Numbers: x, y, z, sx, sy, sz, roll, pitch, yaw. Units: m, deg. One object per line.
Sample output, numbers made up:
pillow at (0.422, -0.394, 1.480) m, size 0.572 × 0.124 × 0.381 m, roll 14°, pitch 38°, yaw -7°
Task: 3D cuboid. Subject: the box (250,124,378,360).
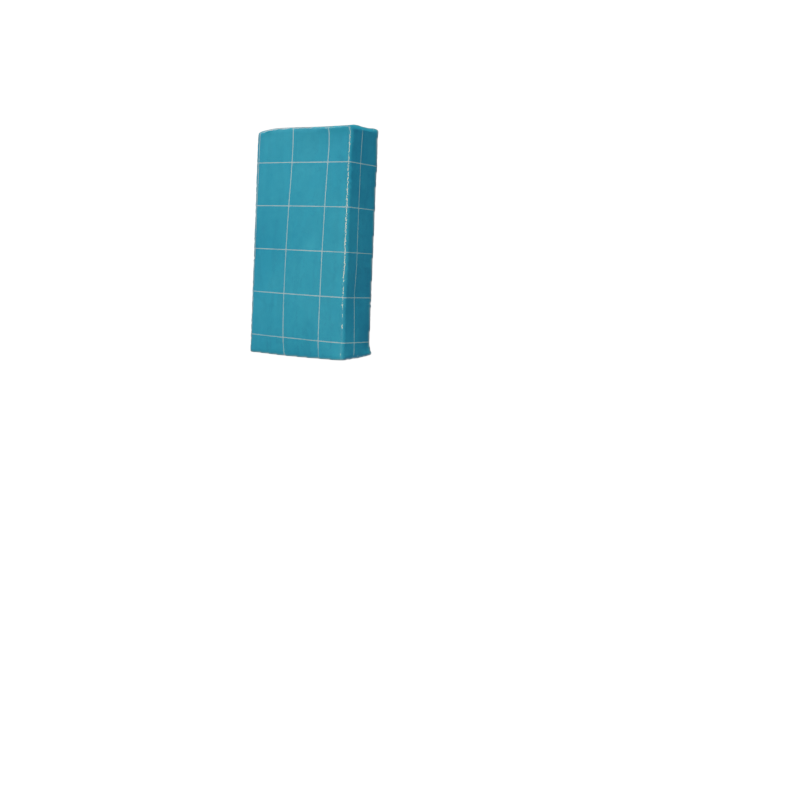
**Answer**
box at (-0.068, -0.123, 0.858) m, size 0.097 × 0.176 × 0.046 m, roll 2°, pitch 2°, yaw 35°
